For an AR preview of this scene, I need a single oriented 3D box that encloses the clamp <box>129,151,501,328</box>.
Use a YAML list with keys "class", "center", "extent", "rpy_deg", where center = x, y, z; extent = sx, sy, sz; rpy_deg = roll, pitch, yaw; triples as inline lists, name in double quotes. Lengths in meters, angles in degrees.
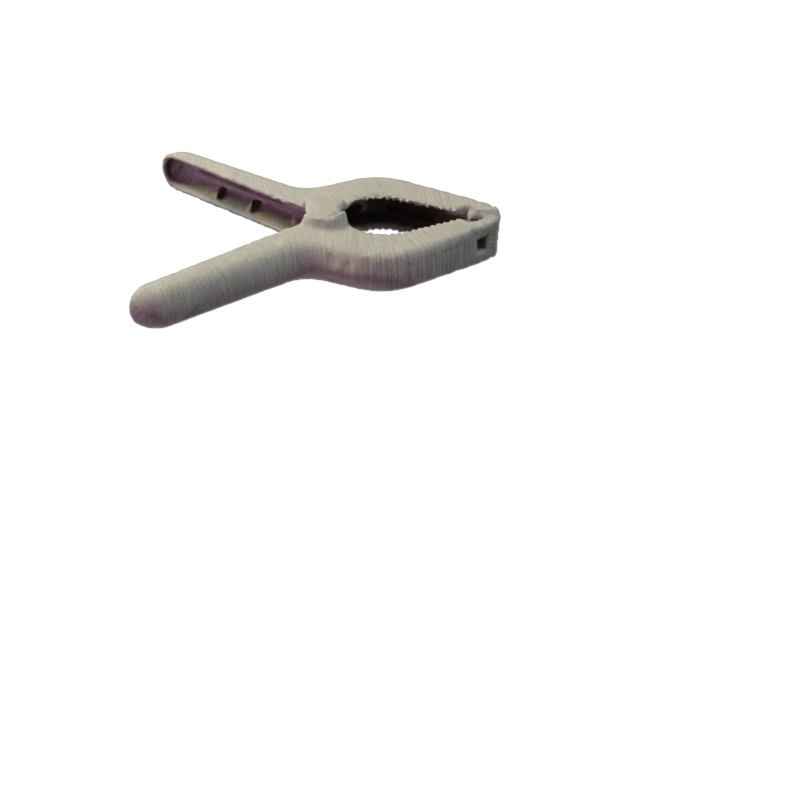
- class: "clamp"
  center: [-0.049, -0.090, 0.631]
  extent: [0.211, 0.034, 0.175]
  rpy_deg: [3, 39, 4]
